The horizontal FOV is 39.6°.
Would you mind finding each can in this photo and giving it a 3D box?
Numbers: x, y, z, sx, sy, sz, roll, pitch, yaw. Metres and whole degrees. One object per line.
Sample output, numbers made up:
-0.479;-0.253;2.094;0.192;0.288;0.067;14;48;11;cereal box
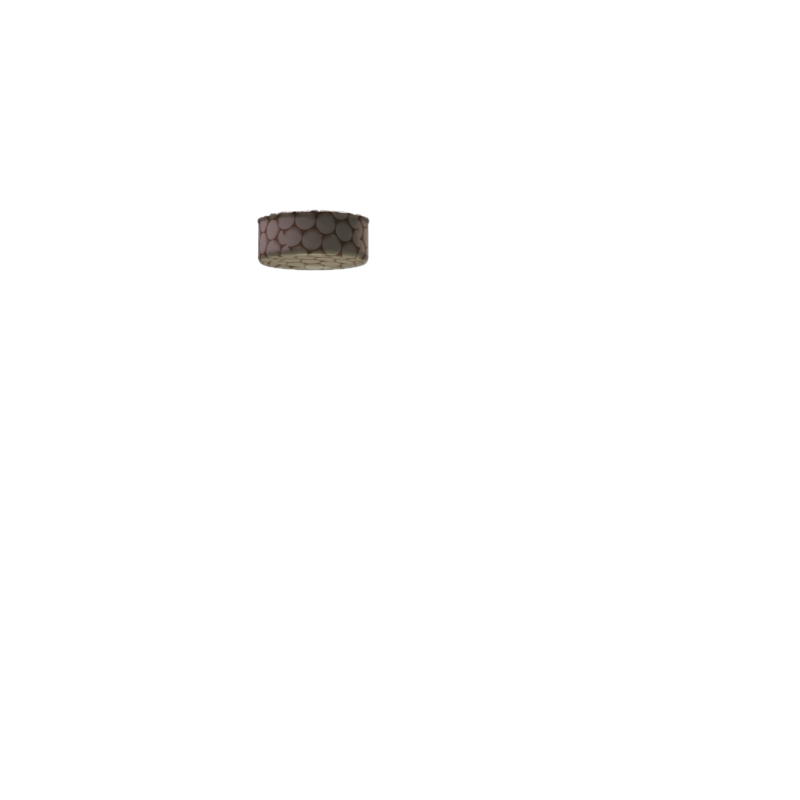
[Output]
-0.066;-0.121;0.845;0.086;0.034;0.085;0;-2;-2;can
